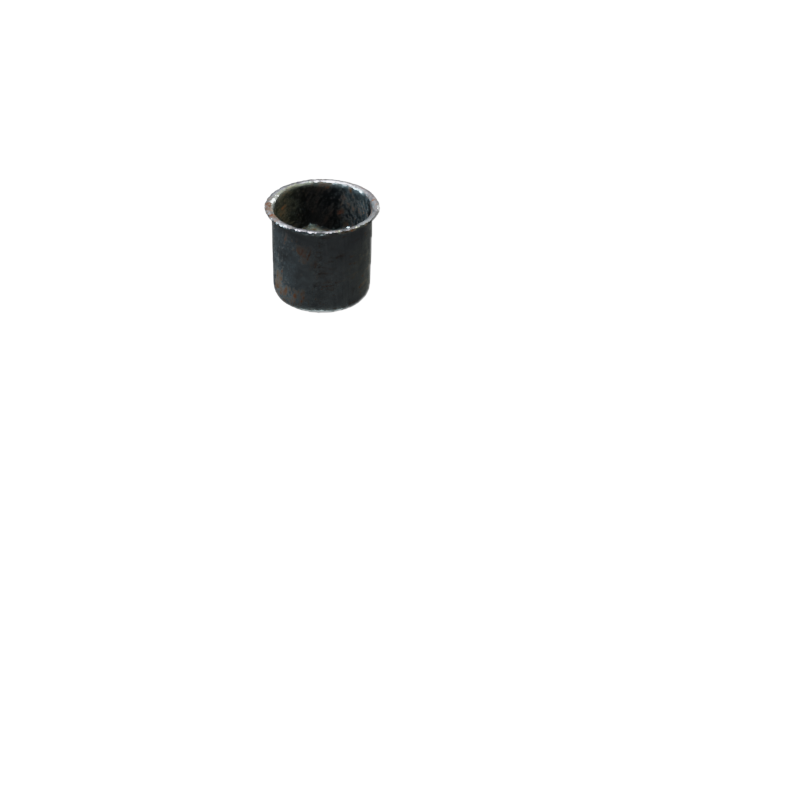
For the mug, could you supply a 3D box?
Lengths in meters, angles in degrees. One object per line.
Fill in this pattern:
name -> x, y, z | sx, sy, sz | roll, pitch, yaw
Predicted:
mug -> -0.072, -0.132, 0.923 | 0.092, 0.076, 0.126 | -23, 42, -31
